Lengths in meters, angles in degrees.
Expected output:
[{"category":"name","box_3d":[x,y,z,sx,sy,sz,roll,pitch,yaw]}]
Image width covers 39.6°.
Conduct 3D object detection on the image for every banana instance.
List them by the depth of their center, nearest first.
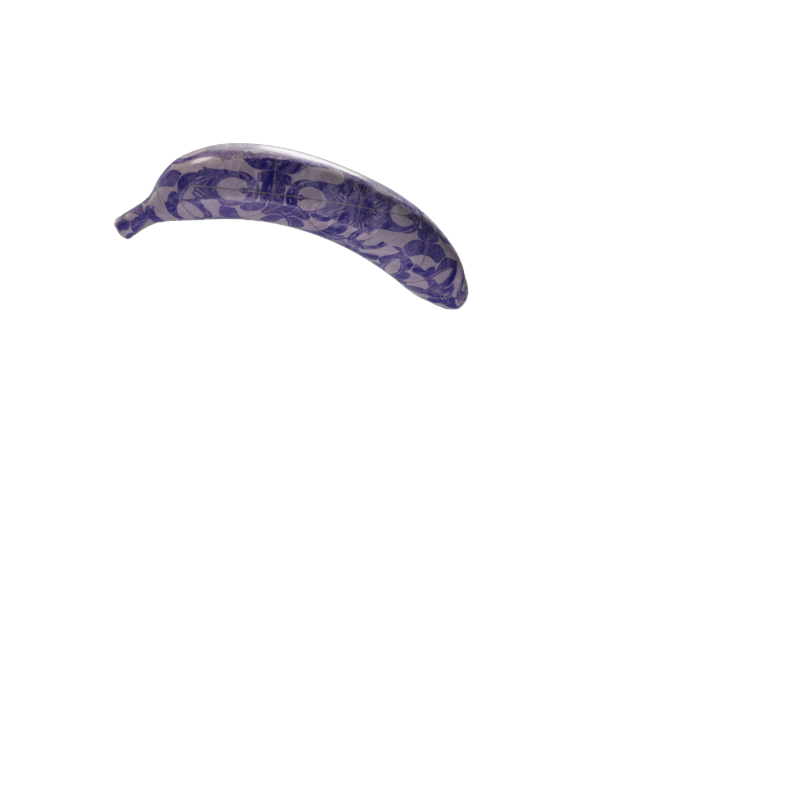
[{"category":"banana","box_3d":[-0.041,-0.092,0.567,0.191,0.039,0.067,13,-35,-20]}]
